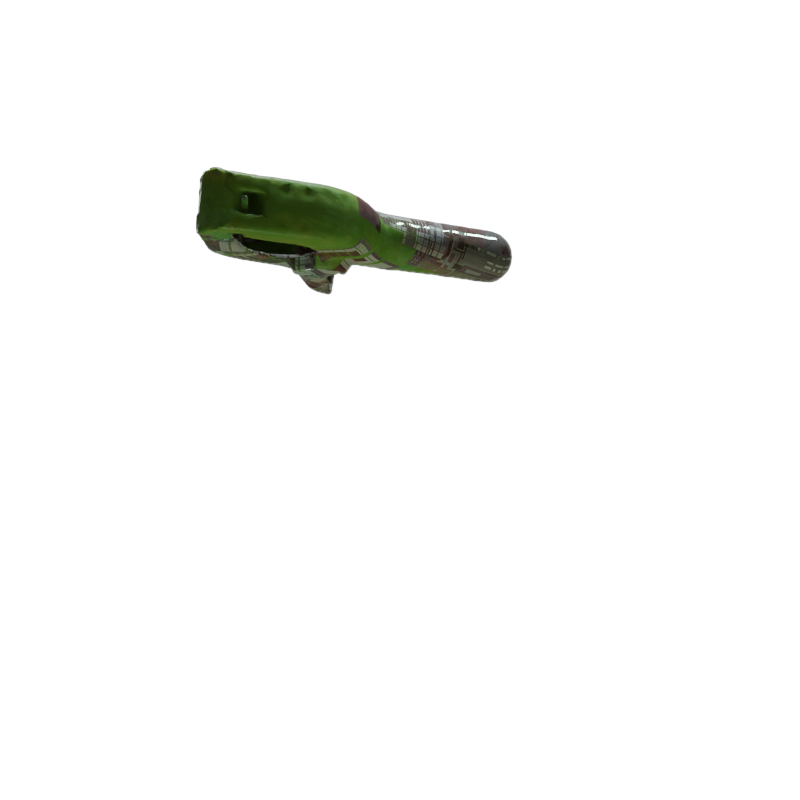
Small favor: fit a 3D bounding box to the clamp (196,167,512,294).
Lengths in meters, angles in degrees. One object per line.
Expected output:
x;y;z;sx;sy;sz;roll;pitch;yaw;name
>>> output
-0.041;-0.075;0.529;0.123;0.041;0.162;-10;-14;42;clamp
